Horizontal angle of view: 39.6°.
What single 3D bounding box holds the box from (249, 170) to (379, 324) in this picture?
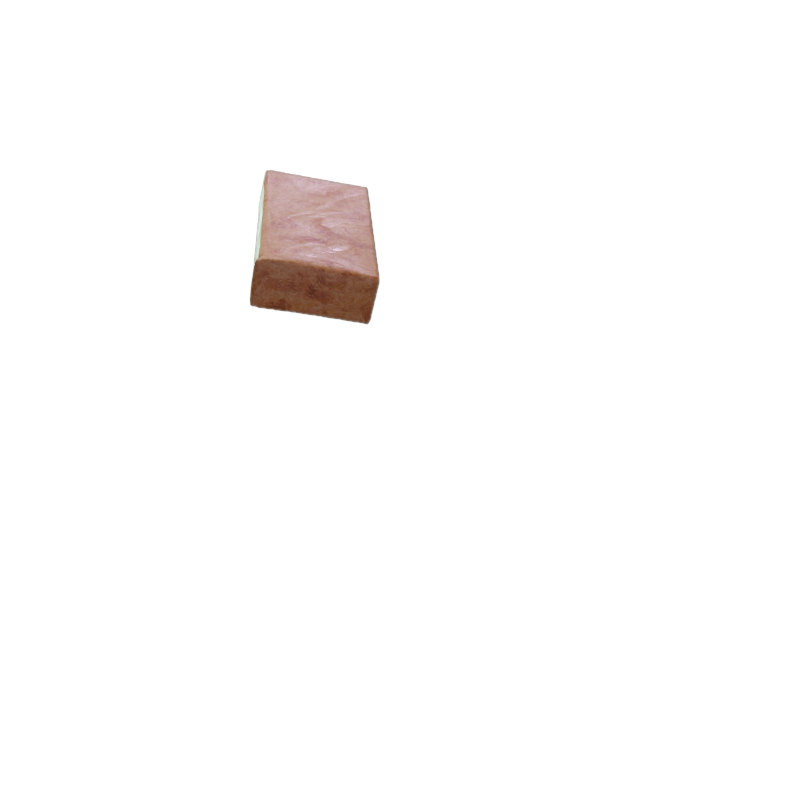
[{"bbox_3d":[-0.069,-0.126,0.886,0.092,0.046,0.187,8,28,-8],"label":"box"}]
